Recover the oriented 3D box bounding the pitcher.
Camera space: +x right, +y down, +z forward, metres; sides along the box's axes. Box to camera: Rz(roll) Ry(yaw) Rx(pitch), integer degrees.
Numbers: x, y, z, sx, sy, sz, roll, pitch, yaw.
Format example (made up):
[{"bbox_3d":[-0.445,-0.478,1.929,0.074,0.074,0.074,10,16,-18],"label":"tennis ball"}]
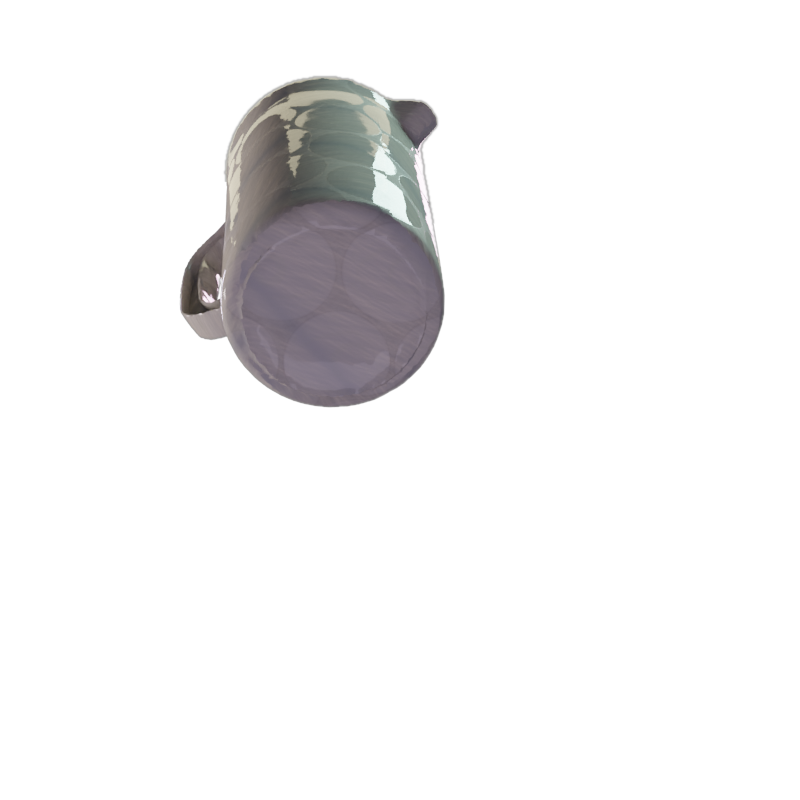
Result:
[{"bbox_3d":[-0.050,-0.091,0.637,0.143,0.143,0.256,10,24,-8],"label":"pitcher"}]
